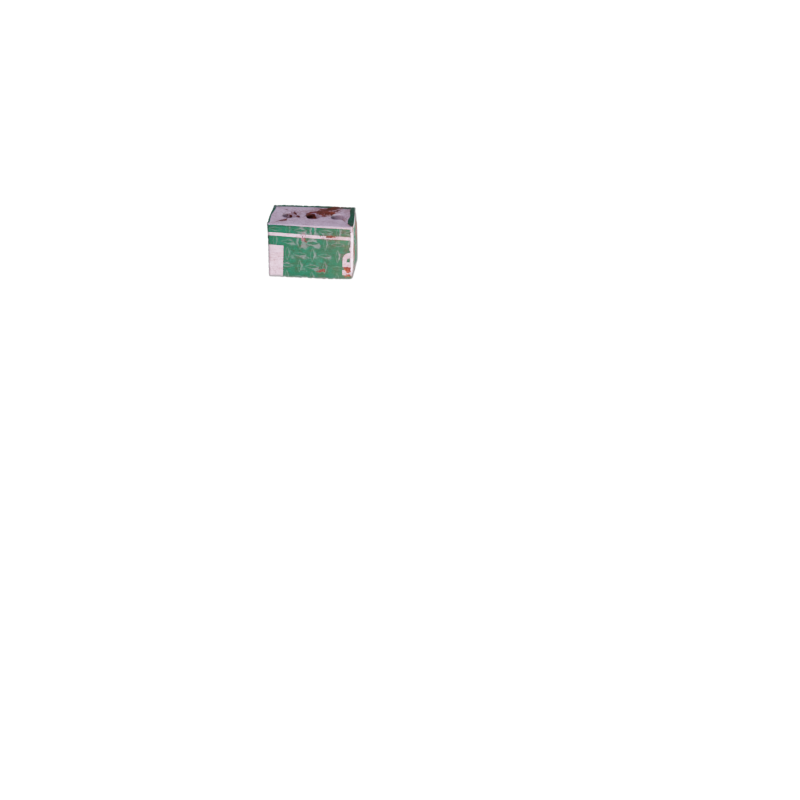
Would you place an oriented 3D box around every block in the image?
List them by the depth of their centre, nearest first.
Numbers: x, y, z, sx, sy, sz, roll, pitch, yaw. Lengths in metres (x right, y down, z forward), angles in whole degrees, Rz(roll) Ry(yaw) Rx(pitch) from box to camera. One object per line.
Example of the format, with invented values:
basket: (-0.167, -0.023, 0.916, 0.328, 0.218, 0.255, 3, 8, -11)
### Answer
block: (-0.078, -0.142, 0.998, 0.078, 0.049, 0.055, 2, 25, 3)
